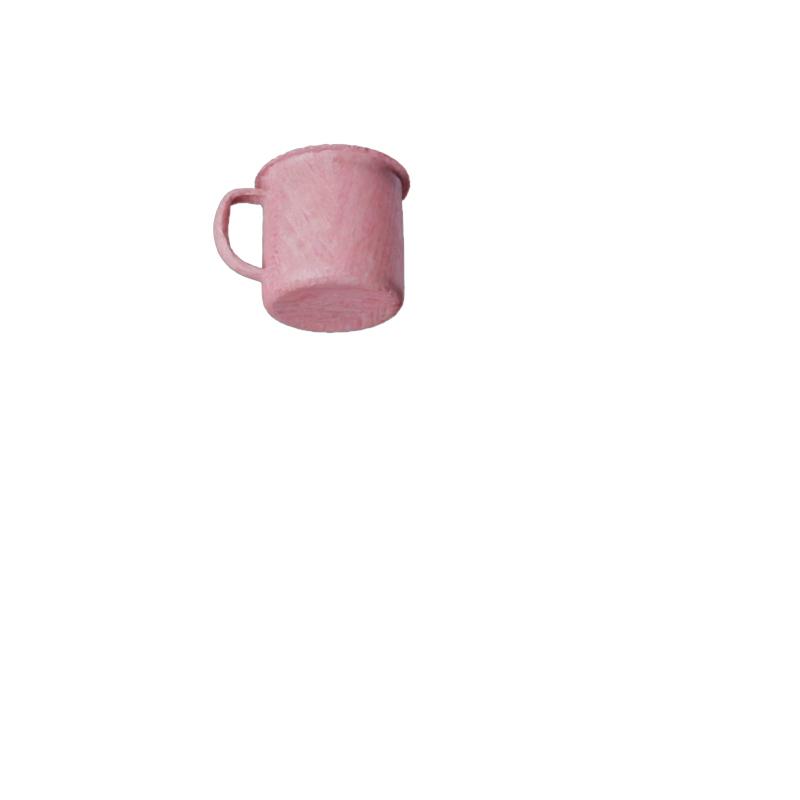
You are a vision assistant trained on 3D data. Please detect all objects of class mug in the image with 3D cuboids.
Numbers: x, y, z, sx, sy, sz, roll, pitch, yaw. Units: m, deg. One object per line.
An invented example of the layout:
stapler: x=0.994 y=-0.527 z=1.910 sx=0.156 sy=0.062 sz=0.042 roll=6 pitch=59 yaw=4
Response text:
mug: x=-0.050 y=-0.091 z=0.640 sx=0.114 sy=0.086 sz=0.091 roll=7 pitch=-24 yaw=-19
